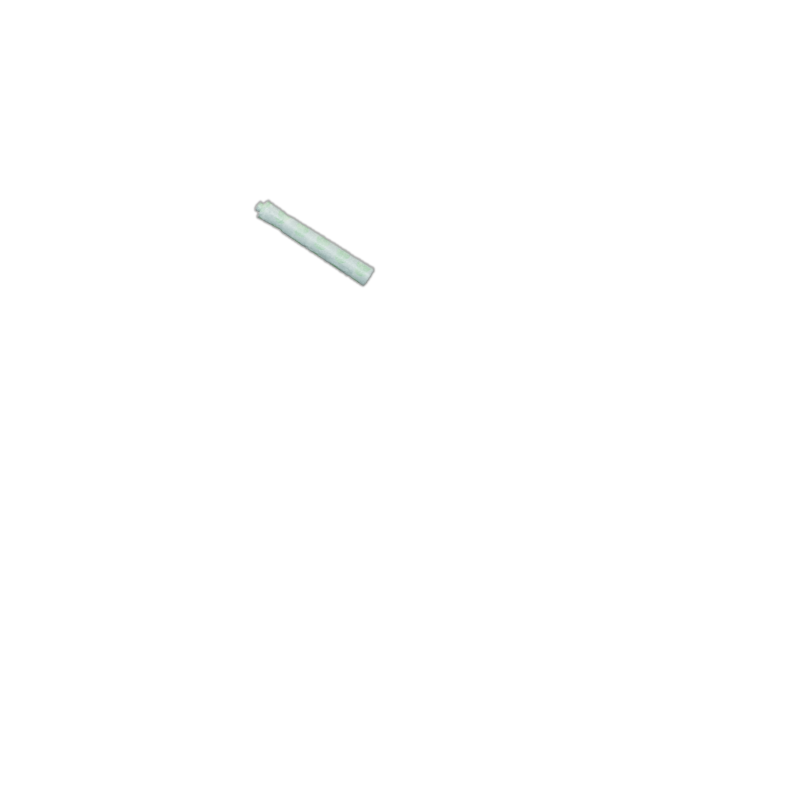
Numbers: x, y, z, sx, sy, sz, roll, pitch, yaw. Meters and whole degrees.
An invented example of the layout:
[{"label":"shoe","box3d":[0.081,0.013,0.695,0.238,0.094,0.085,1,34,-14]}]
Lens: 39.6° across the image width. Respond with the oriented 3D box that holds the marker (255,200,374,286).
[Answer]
[{"label":"marker","box3d":[-0.078,-0.143,0.998,0.122,0.020,0.020,34,6,5]}]
